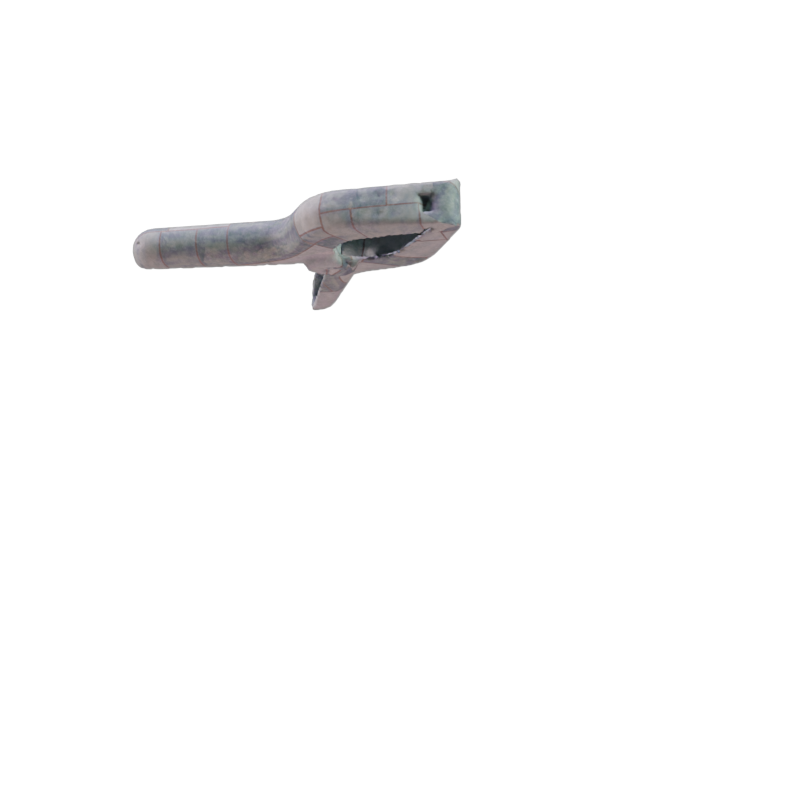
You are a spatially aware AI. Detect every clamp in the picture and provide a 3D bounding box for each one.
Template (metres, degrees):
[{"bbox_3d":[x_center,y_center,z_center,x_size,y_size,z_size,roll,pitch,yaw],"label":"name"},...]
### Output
[{"bbox_3d":[-0.053,-0.097,0.677,0.157,0.038,0.213,8,-13,-37],"label":"clamp"}]
